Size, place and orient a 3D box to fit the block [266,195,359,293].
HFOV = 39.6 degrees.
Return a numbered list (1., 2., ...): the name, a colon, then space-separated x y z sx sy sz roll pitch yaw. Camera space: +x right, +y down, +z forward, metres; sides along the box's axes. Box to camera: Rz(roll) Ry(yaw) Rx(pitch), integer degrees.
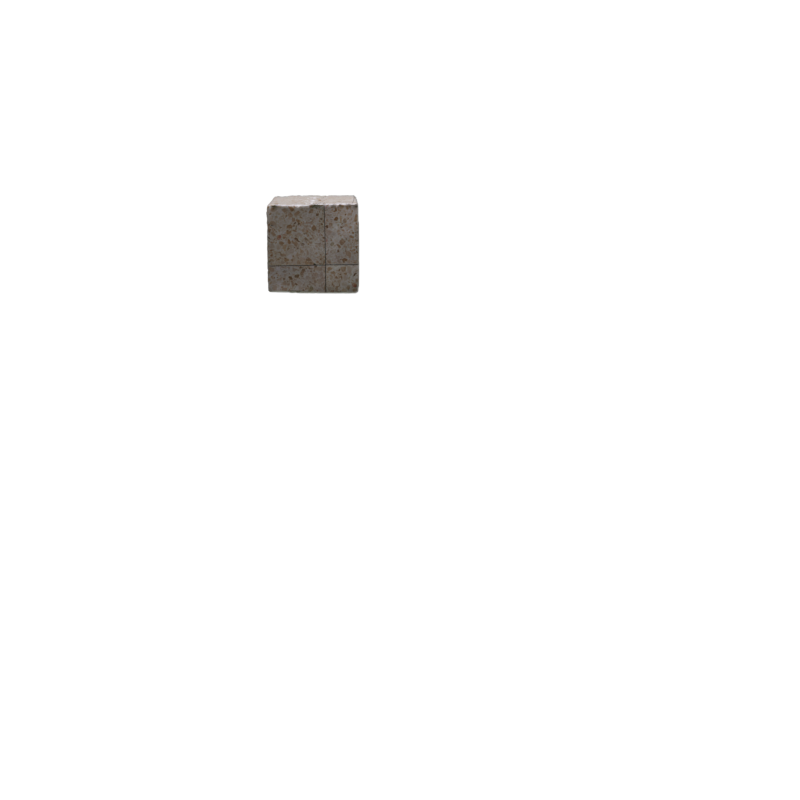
1. block: -0.052 -0.094 0.658 0.053 0.050 0.080 0 12 -3
